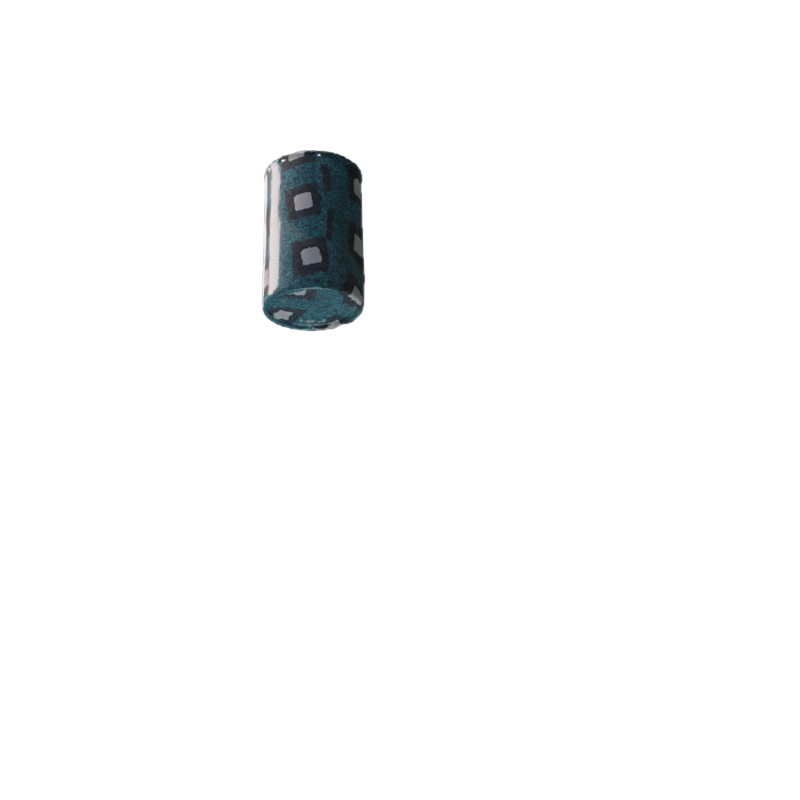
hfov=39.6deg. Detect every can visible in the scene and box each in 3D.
[{"bbox_3d":[-0.058,-0.105,0.738,0.068,0.108,0.065,0,-26,-2],"label":"can"}]
